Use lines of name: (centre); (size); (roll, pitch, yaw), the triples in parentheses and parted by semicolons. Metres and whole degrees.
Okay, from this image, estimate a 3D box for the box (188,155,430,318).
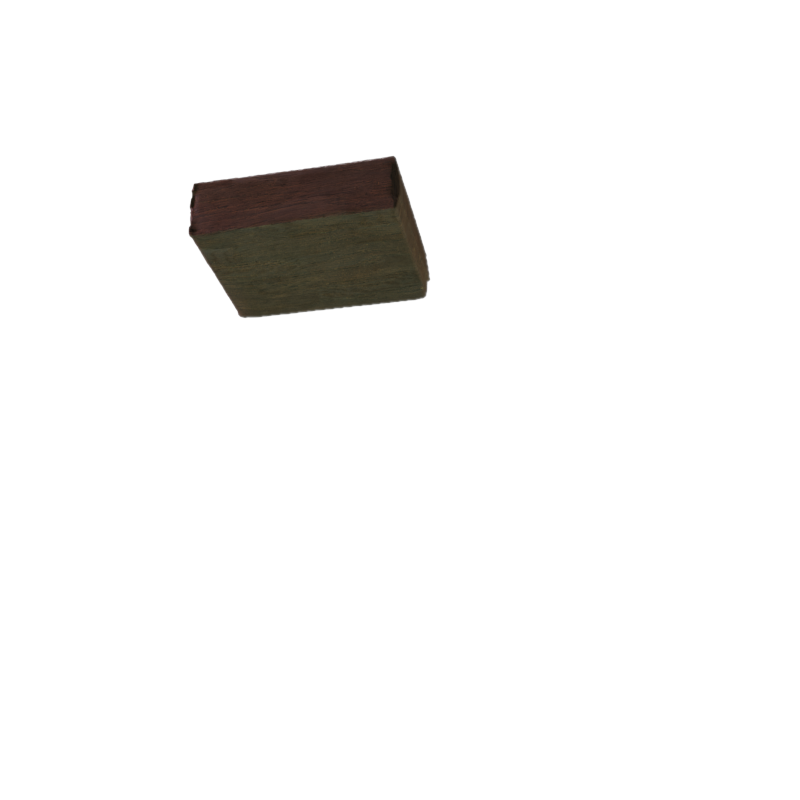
box: (-0.047, -0.086, 0.602); (0.115, 0.041, 0.083); (-7, -31, 11)
